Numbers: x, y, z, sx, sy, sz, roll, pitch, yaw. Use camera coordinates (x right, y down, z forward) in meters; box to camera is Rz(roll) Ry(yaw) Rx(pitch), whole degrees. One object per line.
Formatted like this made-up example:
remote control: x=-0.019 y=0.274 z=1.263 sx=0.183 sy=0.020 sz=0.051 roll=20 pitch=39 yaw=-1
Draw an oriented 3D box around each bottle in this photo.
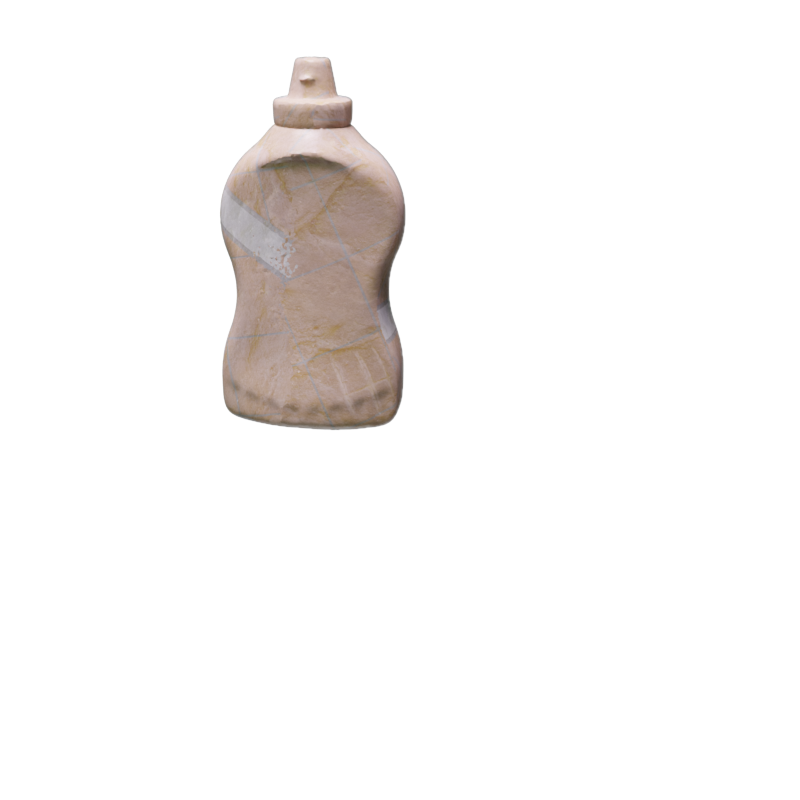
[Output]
bottle: x=-0.046 y=-0.083 z=0.583 sx=0.098 sy=0.185 sz=0.059 roll=4 pitch=14 yaw=11
